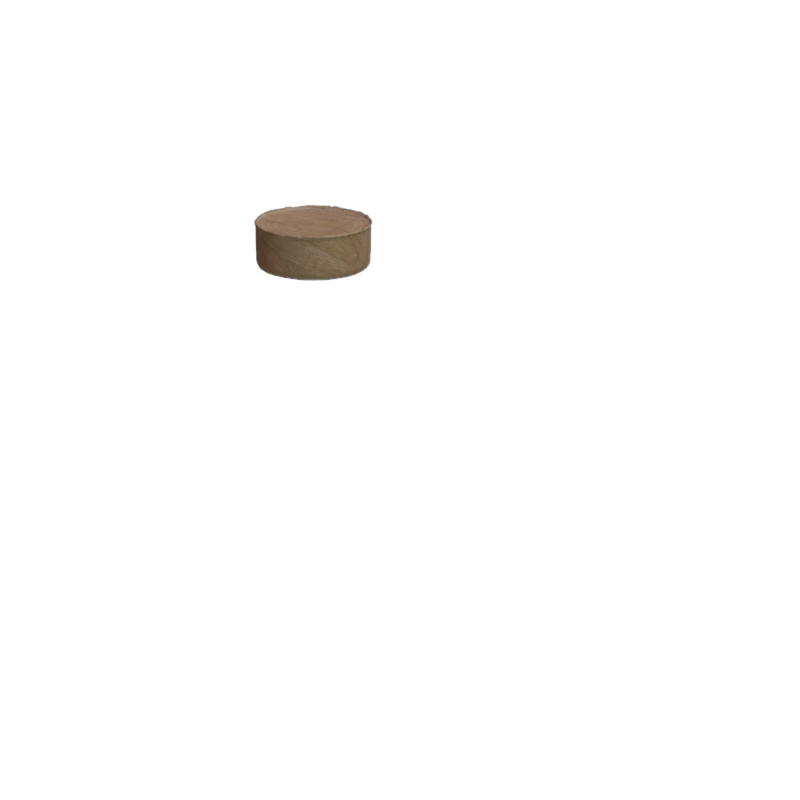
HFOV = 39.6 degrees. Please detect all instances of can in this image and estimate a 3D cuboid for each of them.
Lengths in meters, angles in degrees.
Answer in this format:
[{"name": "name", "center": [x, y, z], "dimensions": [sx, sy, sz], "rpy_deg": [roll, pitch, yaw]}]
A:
[{"name": "can", "center": [-0.063, -0.116, 0.809], "dimensions": [0.086, 0.032, 0.090], "rpy_deg": [-1, 23, -2]}]
